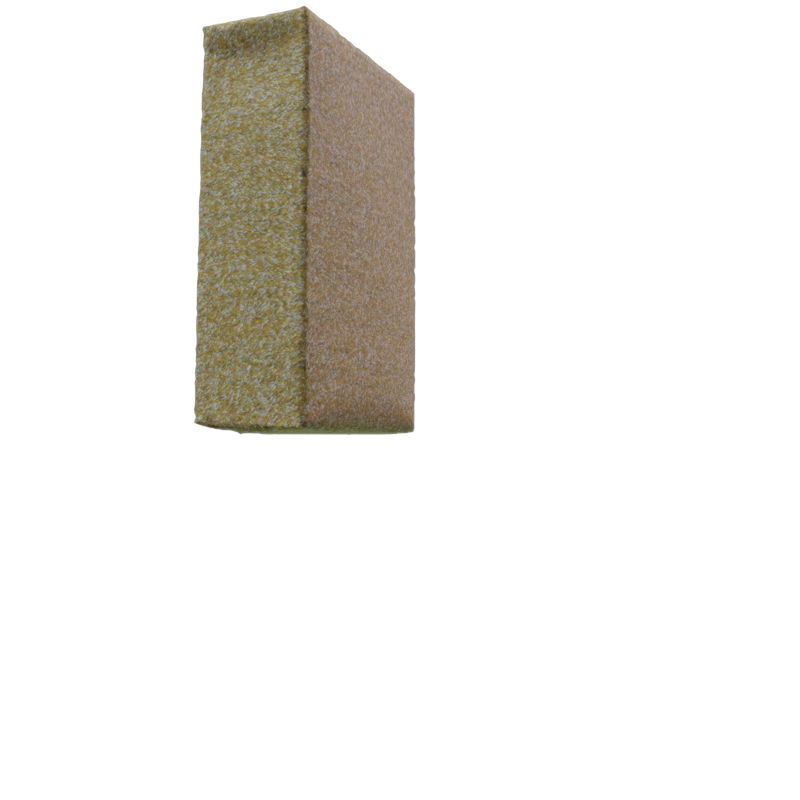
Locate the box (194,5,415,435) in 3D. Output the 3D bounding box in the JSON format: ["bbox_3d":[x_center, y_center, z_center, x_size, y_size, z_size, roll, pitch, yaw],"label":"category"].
[{"bbox_3d":[-0.049,-0.089,0.624,0.073,0.219,0.157,-4,-8,21],"label":"box"}]
